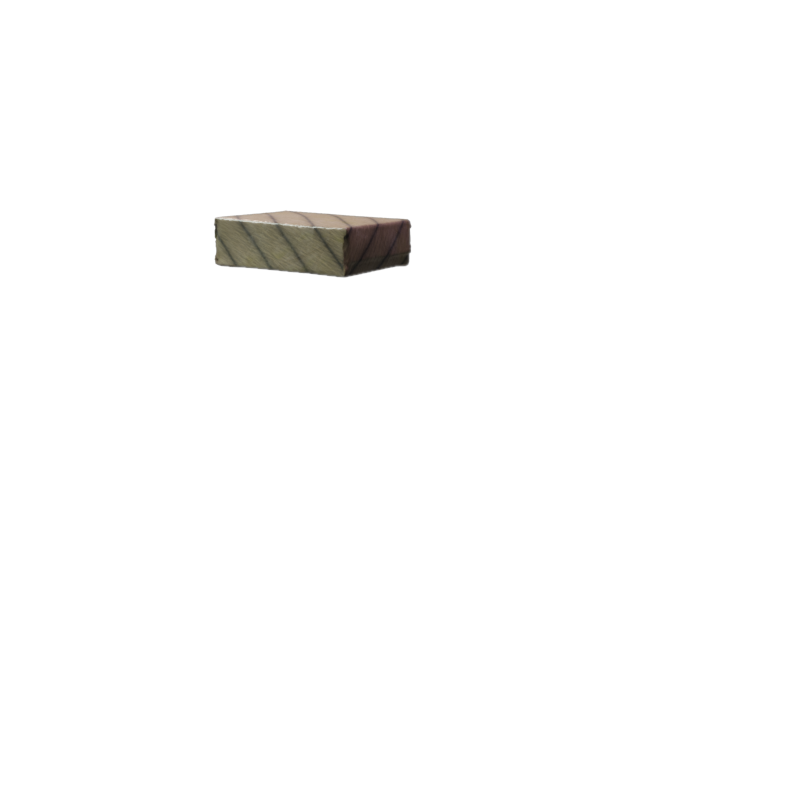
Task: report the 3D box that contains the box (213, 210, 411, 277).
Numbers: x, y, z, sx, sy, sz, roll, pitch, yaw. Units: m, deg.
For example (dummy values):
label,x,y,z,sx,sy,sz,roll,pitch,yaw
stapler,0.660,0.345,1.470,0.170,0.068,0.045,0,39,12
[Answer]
label,x,y,z,sx,sy,sz,roll,pitch,yaw
box,-0.062,-0.112,0.788,0.118,0.038,0.088,7,13,30
